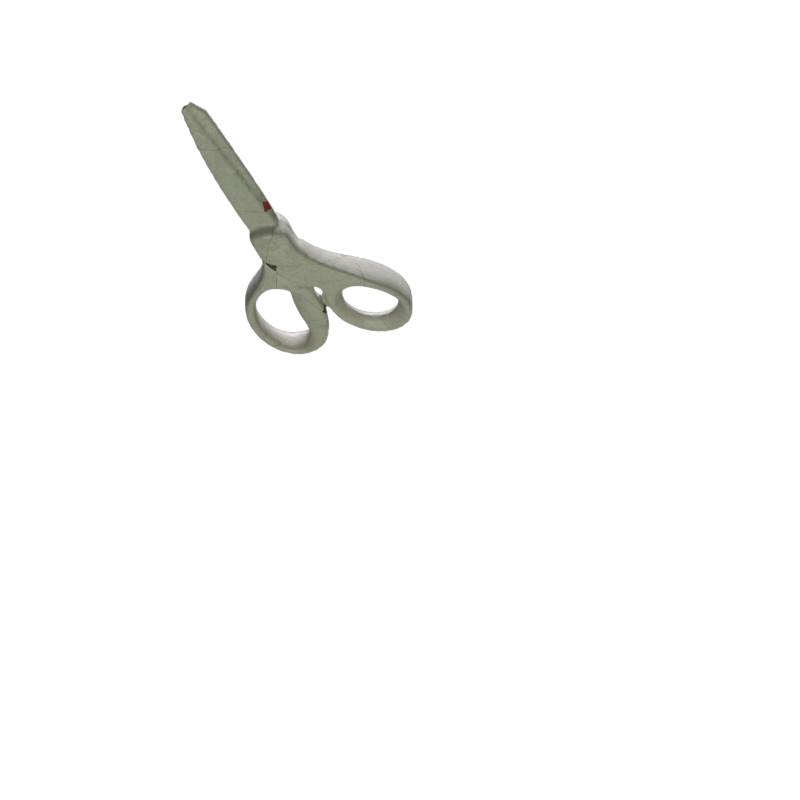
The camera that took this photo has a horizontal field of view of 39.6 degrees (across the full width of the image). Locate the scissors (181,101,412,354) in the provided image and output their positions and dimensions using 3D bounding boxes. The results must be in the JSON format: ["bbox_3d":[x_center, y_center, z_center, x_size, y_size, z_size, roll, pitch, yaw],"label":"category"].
[{"bbox_3d":[-0.041,-0.075,0.525,0.096,0.017,0.189,0,-28,0],"label":"scissors"}]
